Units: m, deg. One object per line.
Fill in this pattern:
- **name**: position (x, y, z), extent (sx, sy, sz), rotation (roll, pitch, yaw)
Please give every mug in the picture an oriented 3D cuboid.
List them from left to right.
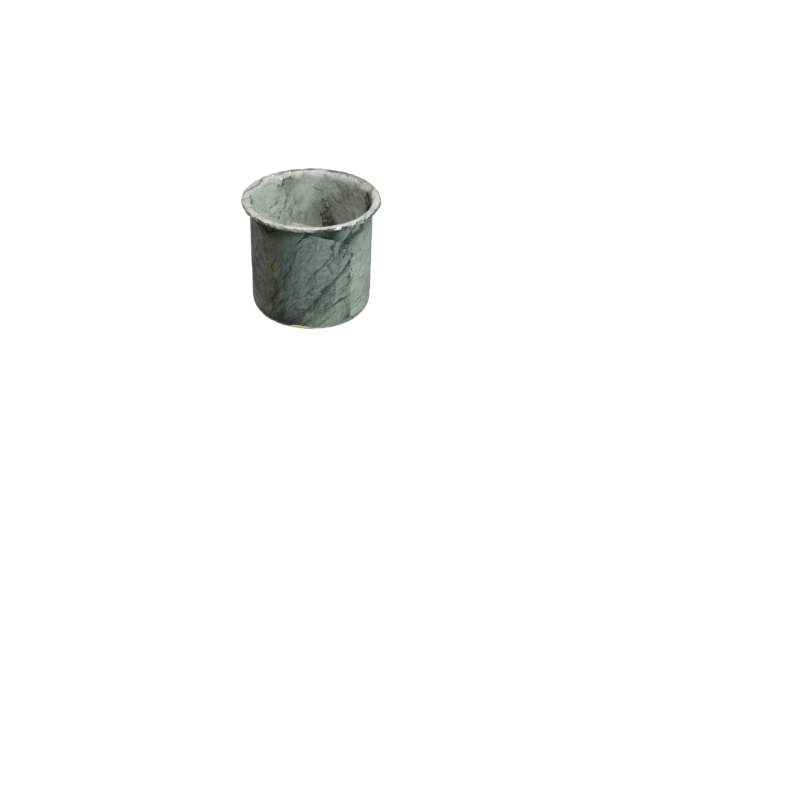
- **mug**: position (-0.060, -0.109, 0.766), extent (0.094, 0.076, 0.124), rotation (3, 34, 3)
